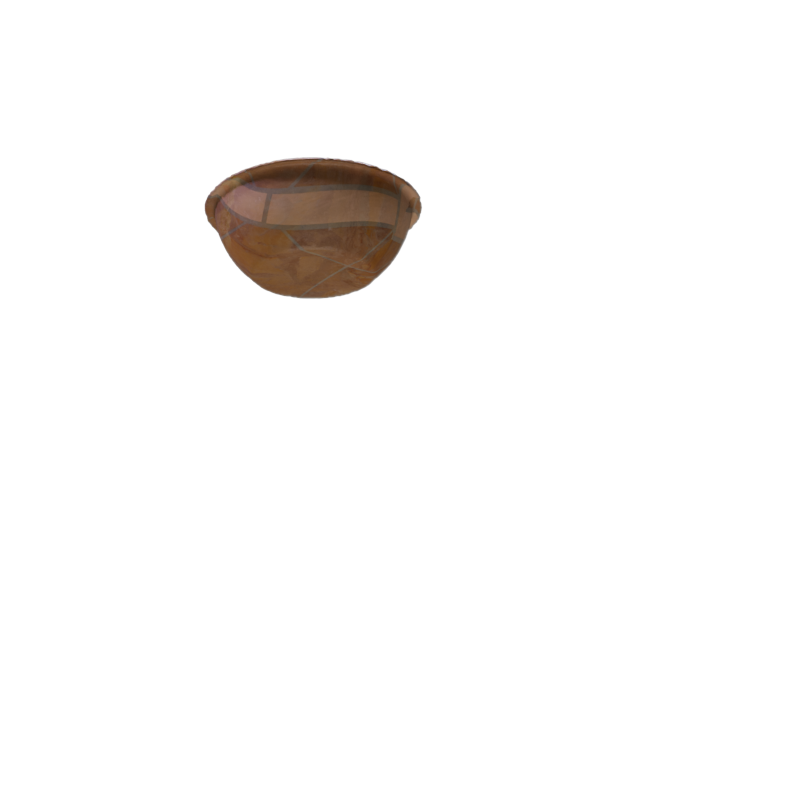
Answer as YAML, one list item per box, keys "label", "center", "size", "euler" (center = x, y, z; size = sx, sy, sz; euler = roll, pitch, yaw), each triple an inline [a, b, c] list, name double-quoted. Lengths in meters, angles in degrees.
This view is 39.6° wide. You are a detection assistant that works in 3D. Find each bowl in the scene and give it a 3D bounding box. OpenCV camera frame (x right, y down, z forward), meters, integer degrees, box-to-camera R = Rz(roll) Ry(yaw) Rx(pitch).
- label: "bowl"
  center: [-0.064, -0.117, 0.817]
  size: [0.162, 0.058, 0.154]
  euler: [0, -19, -2]
